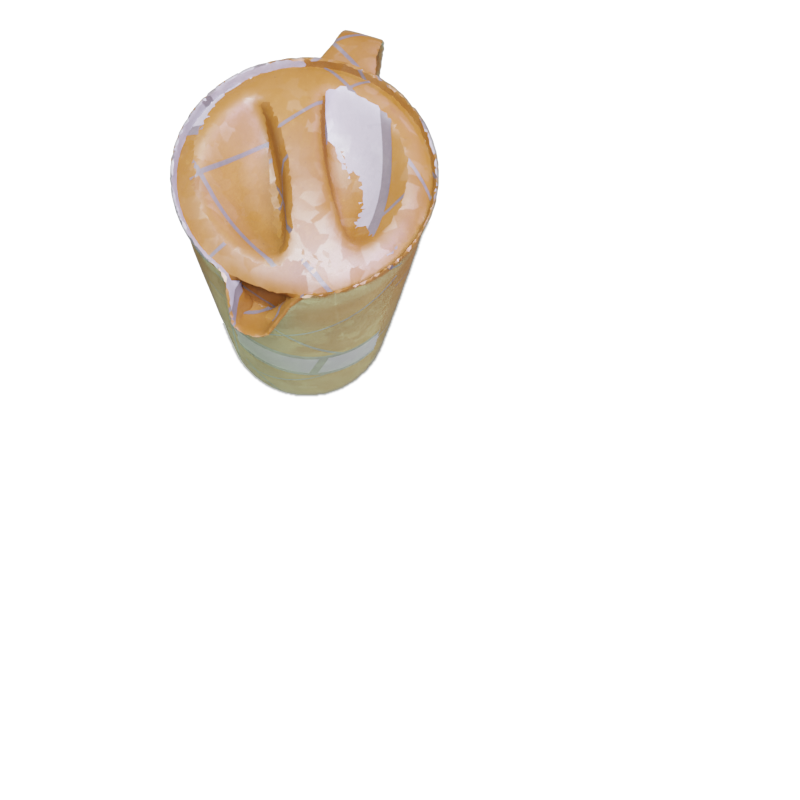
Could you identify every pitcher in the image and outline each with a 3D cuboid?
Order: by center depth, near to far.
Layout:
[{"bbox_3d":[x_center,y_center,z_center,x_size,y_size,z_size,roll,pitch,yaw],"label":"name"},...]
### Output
[{"bbox_3d":[-0.051,-0.094,0.657,0.149,0.152,0.233,-27,-14,-11],"label":"pitcher"}]
